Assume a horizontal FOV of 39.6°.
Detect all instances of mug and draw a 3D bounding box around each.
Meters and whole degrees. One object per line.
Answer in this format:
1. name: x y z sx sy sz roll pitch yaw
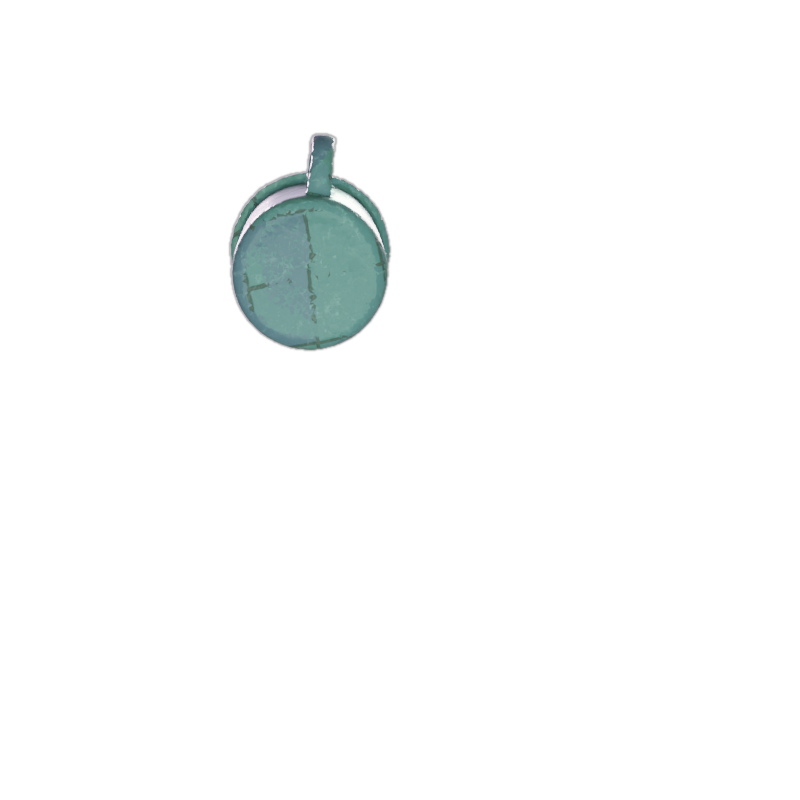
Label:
1. mug: -0.047 -0.087 0.606 0.093 0.115 0.084 9 11 -4
